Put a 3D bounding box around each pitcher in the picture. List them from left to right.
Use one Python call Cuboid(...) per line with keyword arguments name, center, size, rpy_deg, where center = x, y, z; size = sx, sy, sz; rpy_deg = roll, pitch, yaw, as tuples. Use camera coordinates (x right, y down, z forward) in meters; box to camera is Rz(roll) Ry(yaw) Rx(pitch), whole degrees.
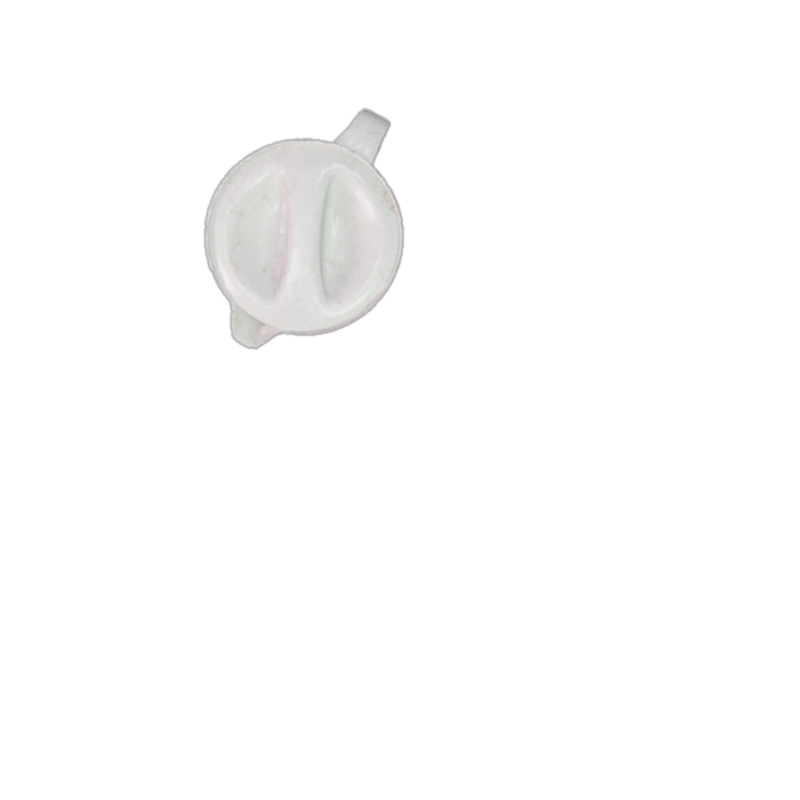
Cuboid(name="pitcher", center=(-0.067, -0.122, 0.856), size=(0.149, 0.146, 0.242), rpy_deg=(-16, 1, -3))
